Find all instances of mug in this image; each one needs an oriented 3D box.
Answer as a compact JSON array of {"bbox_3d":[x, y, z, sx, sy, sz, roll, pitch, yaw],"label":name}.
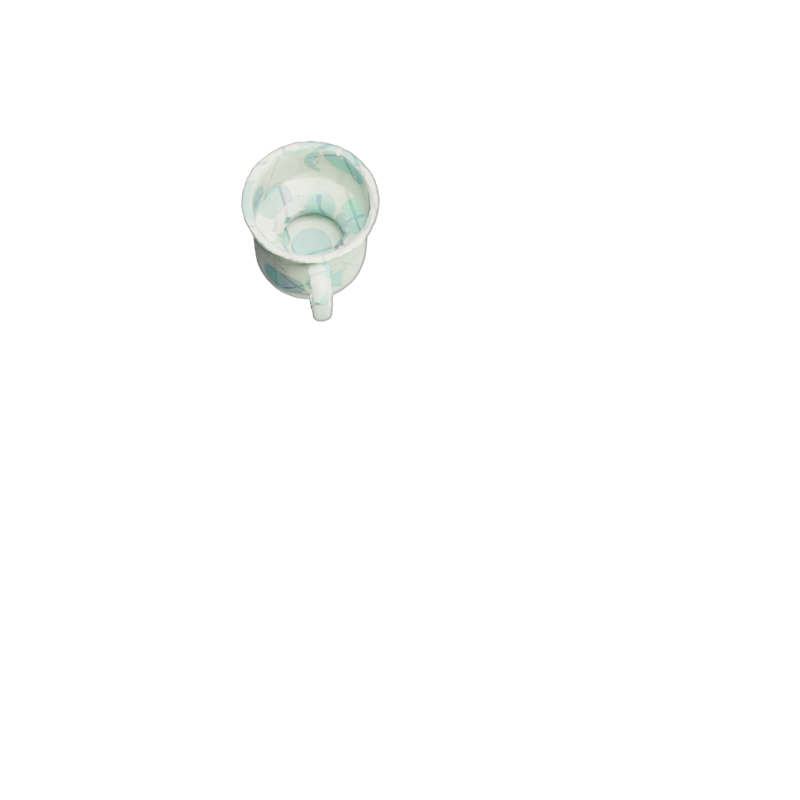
[{"bbox_3d":[-0.061,-0.111,0.776,0.093,0.124,0.077,-9,-23,-6],"label":"mug"}]
